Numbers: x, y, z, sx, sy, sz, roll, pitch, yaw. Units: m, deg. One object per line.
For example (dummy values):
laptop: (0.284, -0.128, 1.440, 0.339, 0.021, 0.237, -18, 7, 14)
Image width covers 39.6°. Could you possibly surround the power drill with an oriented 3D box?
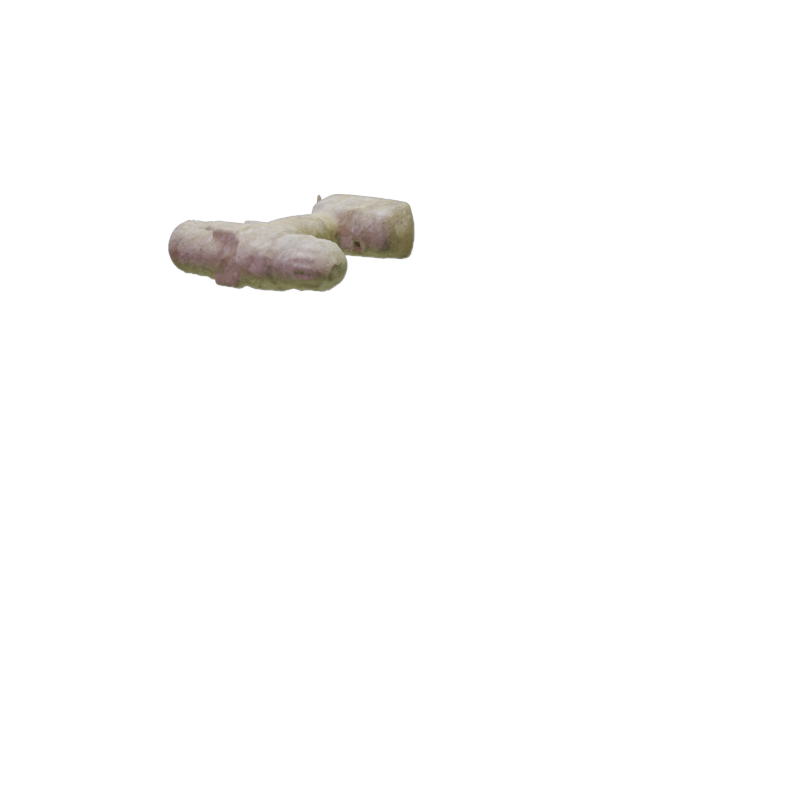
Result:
power drill: (-0.073, -0.133, 0.933, 0.194, 0.056, 0.184, 15, 22, 39)
